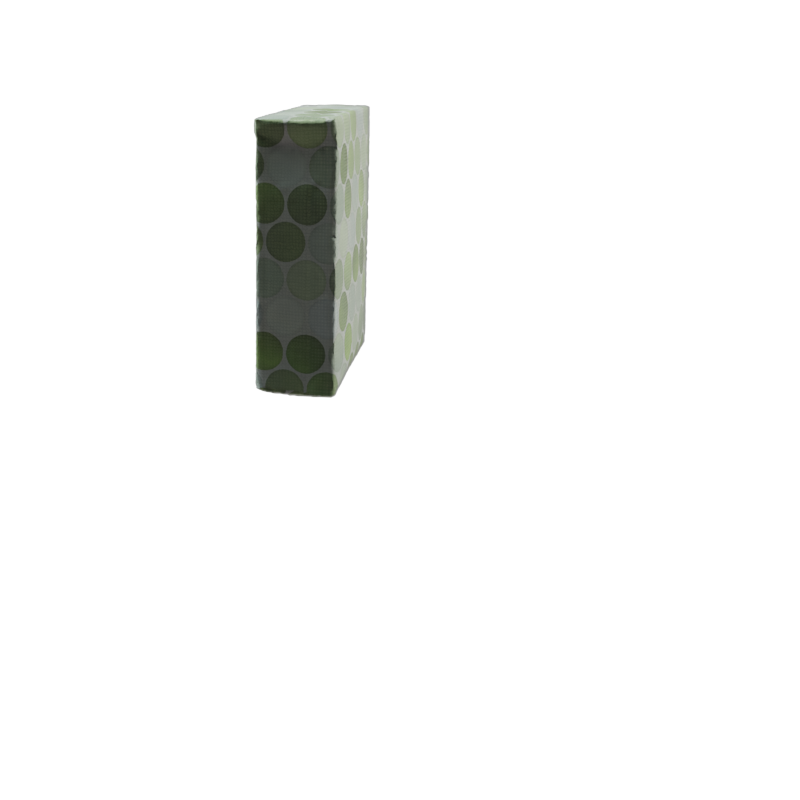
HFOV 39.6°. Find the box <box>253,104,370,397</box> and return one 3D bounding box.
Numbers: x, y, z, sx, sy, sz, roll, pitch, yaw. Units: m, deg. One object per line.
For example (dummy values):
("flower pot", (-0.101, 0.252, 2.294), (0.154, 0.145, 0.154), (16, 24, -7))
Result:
("box", (-0.071, -0.129, 0.902), (0.073, 0.208, 0.167), (2, 13, 7))
